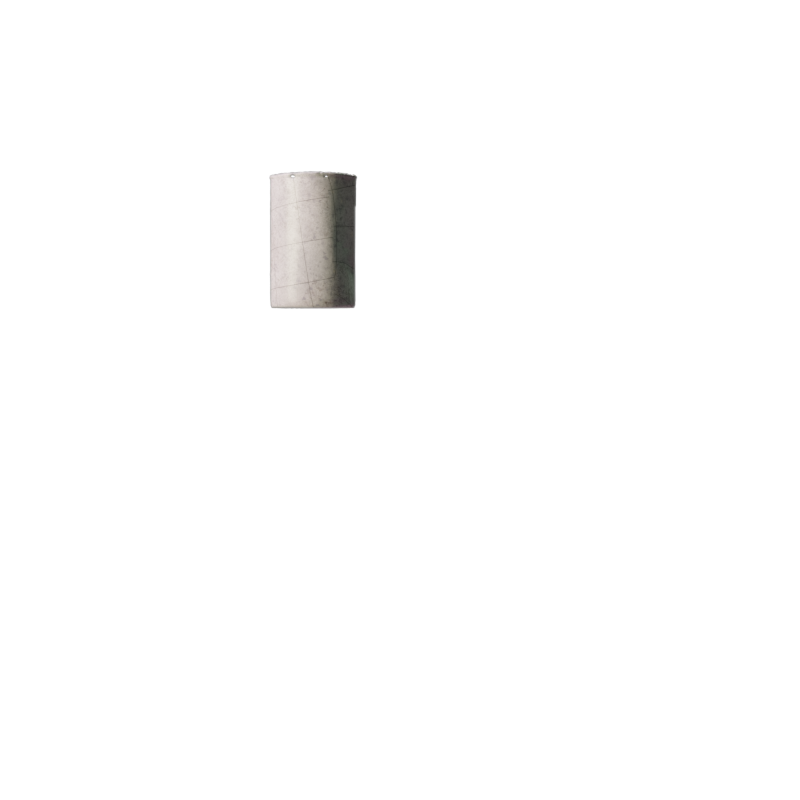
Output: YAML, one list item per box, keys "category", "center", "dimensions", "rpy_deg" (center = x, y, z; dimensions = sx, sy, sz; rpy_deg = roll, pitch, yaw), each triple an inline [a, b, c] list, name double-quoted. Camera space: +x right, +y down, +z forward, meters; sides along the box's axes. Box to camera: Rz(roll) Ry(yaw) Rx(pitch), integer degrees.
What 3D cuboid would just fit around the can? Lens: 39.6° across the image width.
- category: "can"
  center: [-0.067, -0.122, 0.854]
  dimensions: [0.068, 0.103, 0.069]
  rpy_deg: [0, 0, -2]
